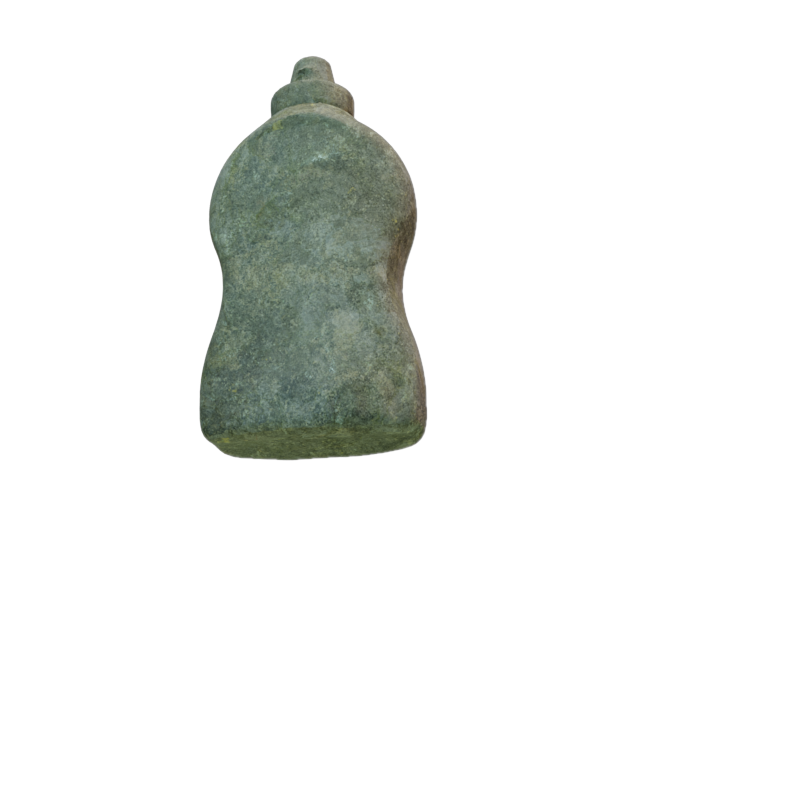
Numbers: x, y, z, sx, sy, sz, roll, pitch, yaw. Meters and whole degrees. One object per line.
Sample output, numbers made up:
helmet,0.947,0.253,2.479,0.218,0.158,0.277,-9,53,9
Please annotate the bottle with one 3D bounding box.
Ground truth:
bottle,-0.040,-0.073,0.510,0.097,0.202,0.055,-6,-23,12
